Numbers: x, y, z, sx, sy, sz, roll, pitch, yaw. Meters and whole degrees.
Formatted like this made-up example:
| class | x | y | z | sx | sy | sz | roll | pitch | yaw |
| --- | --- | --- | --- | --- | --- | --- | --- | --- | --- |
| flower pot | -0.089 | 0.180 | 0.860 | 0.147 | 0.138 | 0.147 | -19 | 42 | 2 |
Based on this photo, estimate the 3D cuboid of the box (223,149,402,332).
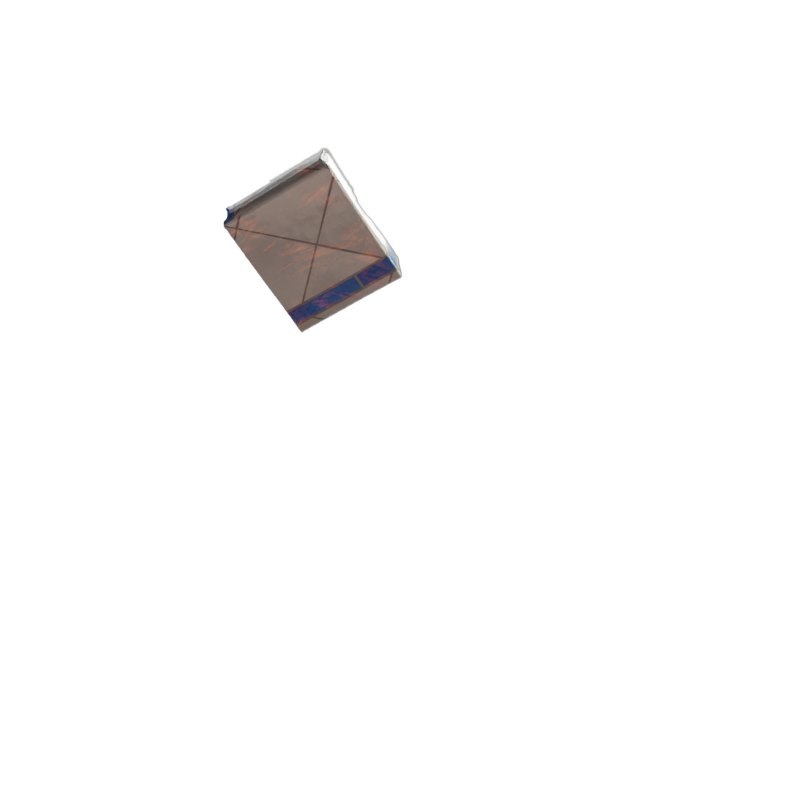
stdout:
| class | x | y | z | sx | sy | sz | roll | pitch | yaw |
| --- | --- | --- | --- | --- | --- | --- | --- | --- | --- |
| box | -0.053 | -0.096 | 0.670 | 0.073 | 0.085 | 0.032 | -29 | 23 | 13 |
